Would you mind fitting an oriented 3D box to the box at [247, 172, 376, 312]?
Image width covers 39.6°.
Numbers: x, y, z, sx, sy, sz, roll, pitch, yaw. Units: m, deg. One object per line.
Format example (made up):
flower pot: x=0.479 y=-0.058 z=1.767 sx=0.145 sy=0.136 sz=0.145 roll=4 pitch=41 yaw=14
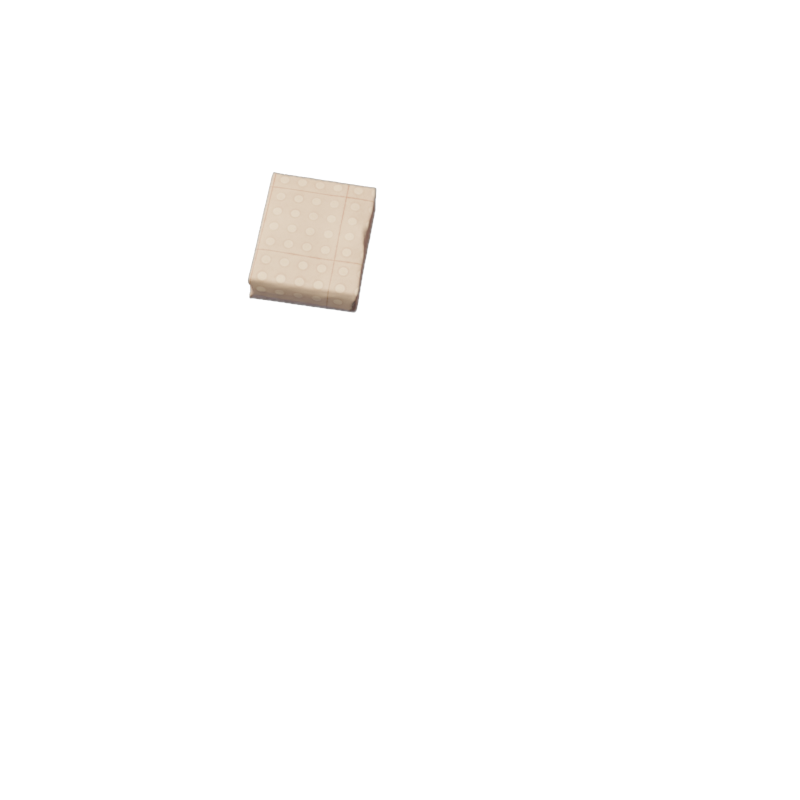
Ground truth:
box: x=-0.058 y=-0.106 z=0.746 sx=0.074 sy=0.094 sz=0.028 roll=8 pitch=-30 yaw=4
